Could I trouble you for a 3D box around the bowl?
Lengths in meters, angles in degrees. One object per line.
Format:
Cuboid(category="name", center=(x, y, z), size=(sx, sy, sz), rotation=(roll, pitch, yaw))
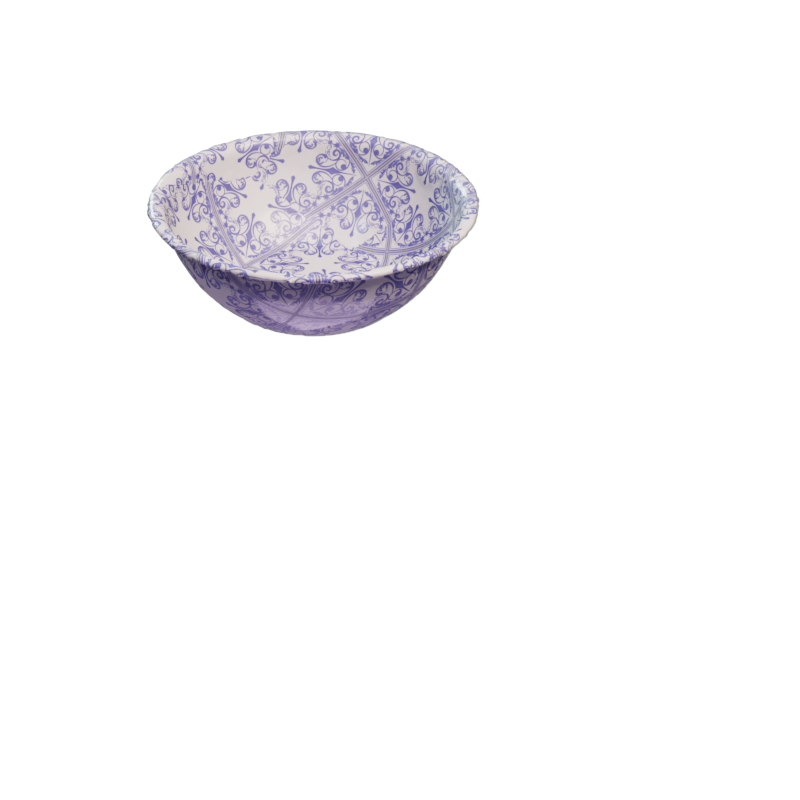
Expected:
Cuboid(category="bowl", center=(-0.044, -0.079, 0.556), size=(0.162, 0.052, 0.173), rotation=(-1, 34, -2))
